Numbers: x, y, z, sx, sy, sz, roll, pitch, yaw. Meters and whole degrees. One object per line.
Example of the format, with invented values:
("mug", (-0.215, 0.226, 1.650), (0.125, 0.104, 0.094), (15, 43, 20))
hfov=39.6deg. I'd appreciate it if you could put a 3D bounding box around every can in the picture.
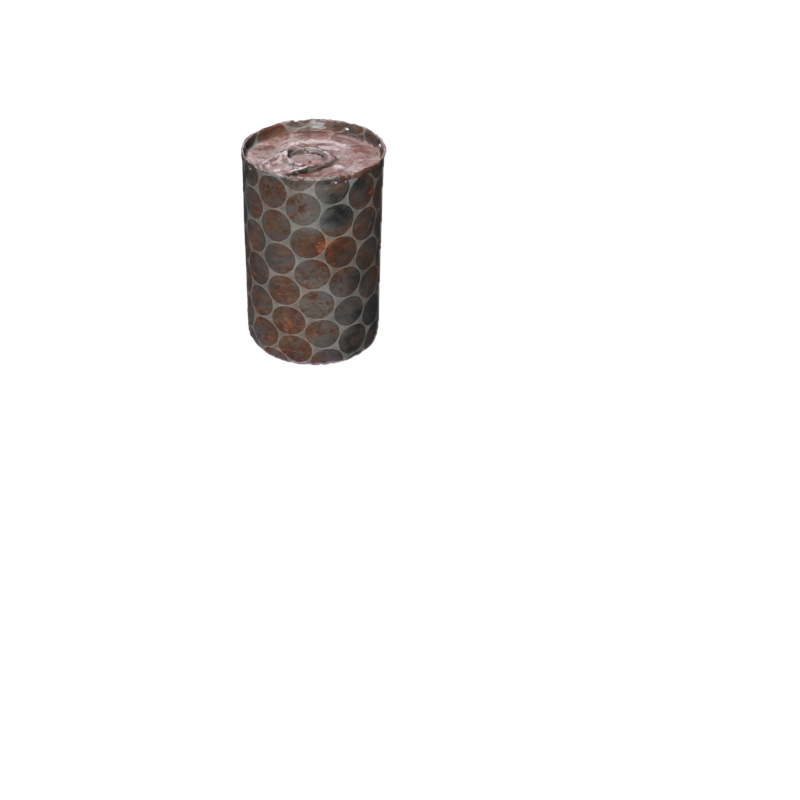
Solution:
("can", (-0.042, -0.077, 0.541), (0.068, 0.096, 0.073), (0, 32, -3))
